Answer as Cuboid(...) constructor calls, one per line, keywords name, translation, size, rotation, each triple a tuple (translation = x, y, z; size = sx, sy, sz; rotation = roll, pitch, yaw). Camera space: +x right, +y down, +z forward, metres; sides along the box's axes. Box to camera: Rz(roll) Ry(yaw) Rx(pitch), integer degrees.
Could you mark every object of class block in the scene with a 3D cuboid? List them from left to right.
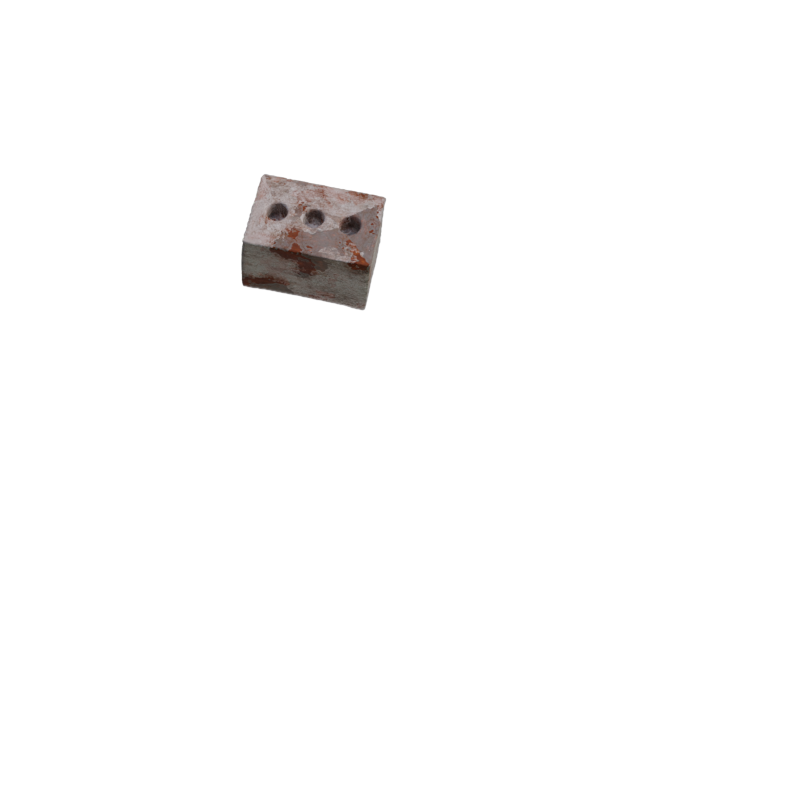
Cuboid(name="block", translation=(-0.052, -0.095, 0.665), size=(0.079, 0.056, 0.048), rotation=(11, -29, 5))
